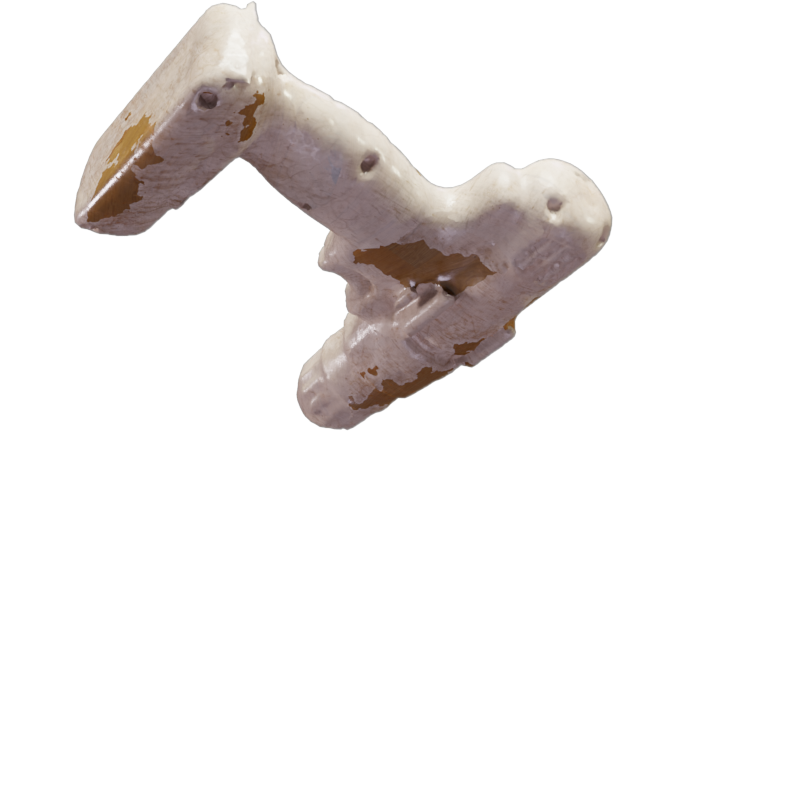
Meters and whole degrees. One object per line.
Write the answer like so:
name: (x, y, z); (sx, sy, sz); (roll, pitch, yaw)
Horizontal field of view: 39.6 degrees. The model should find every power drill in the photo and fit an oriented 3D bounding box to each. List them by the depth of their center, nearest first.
power drill: (-0.036, -0.066, 0.466); (0.178, 0.062, 0.181); (28, -49, -28)
